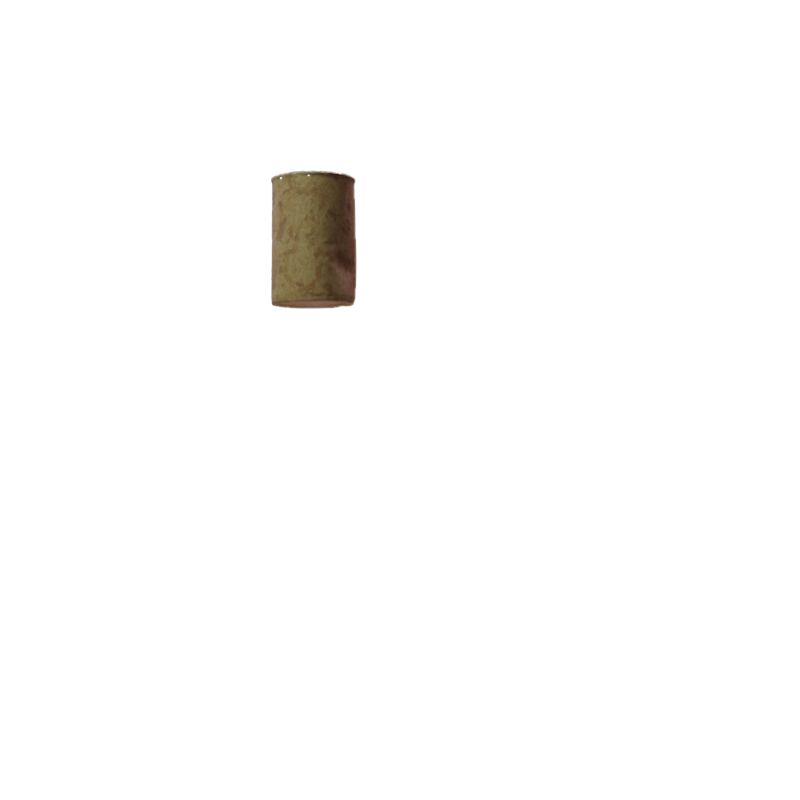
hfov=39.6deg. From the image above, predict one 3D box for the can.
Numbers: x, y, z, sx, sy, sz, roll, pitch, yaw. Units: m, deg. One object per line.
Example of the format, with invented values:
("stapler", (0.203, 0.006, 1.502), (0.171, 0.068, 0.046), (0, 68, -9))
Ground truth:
("can", (-0.069, -0.126, 0.884), (0.068, 0.104, 0.068), (0, -5, -2))
